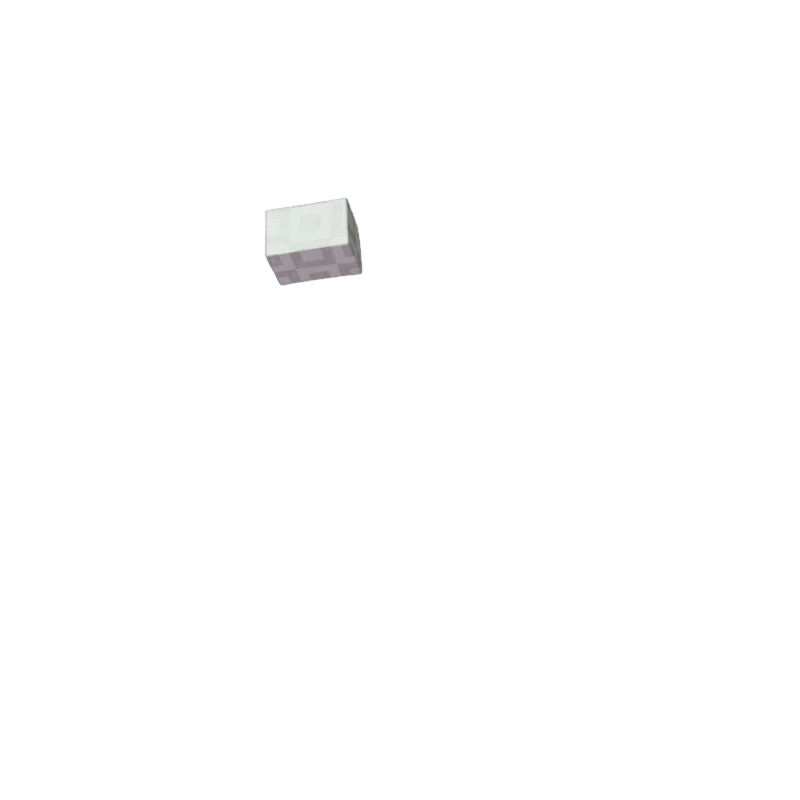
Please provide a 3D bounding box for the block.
[{"bbox_3d":[-0.078,-0.141,0.991,0.079,0.055,0.049,-7,-31,10],"label":"block"}]
